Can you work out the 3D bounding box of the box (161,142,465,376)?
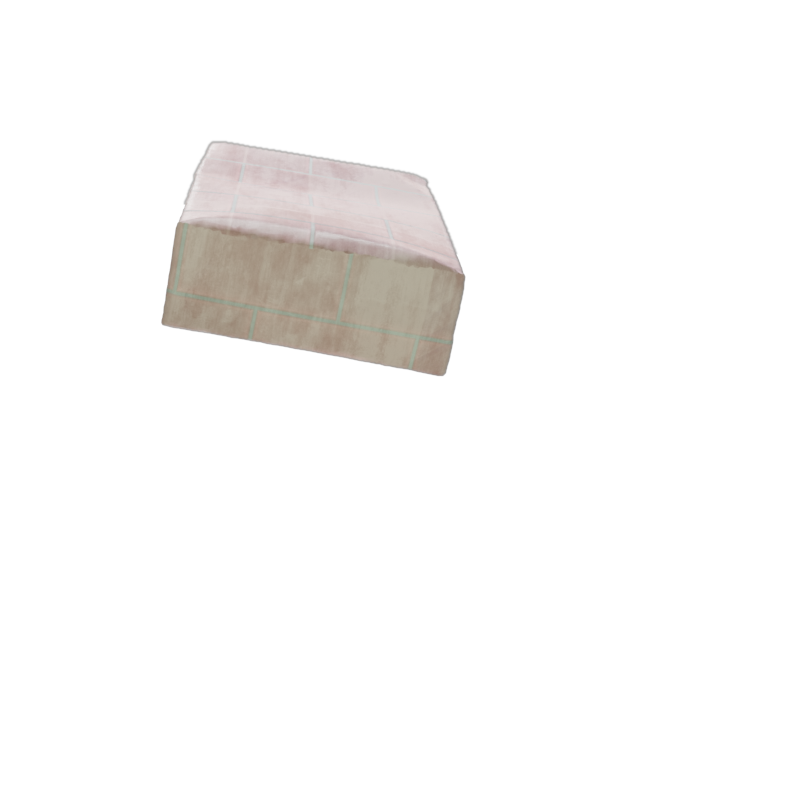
[{"bbox_3d":[-0.055,-0.101,0.706,0.163,0.069,0.225,9,23,-7],"label":"box"}]
